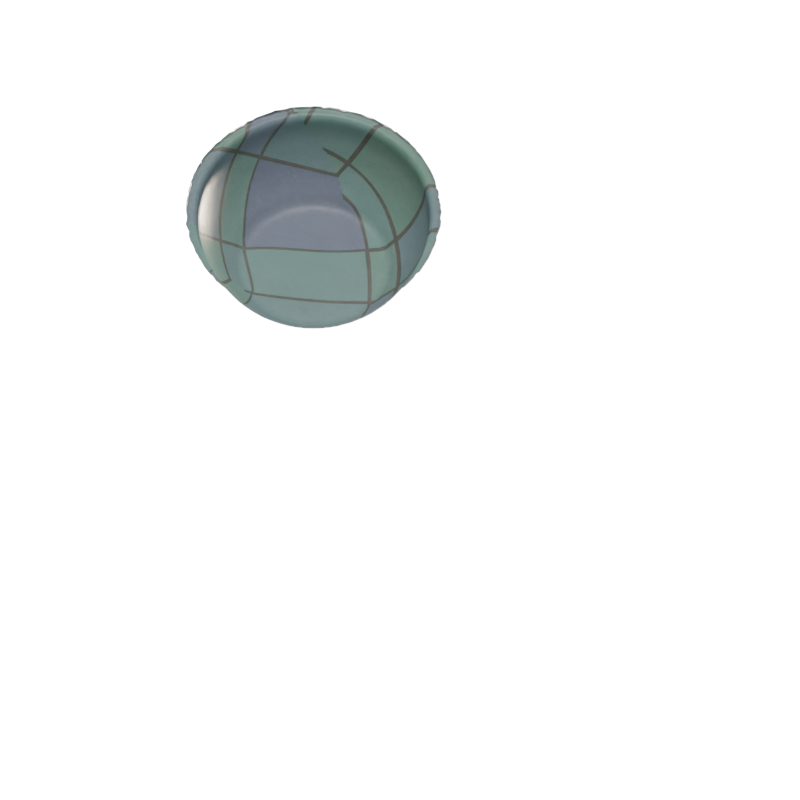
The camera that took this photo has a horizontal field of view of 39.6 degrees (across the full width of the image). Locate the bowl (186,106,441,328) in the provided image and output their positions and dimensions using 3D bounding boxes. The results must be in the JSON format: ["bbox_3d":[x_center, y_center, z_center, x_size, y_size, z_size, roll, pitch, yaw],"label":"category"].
[{"bbox_3d":[-0.054,-0.098,0.684,0.162,0.151,0.059,1,39,-1],"label":"bowl"}]
